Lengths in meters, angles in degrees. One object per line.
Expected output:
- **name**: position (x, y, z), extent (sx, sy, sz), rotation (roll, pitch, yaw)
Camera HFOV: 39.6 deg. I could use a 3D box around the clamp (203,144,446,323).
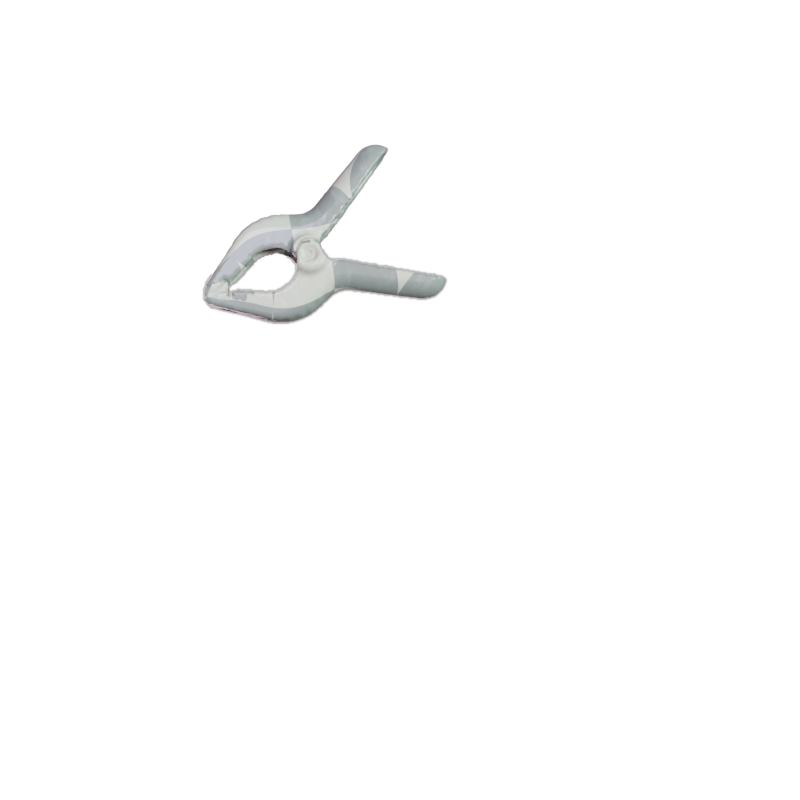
- **clamp**: position (-0.063, -0.115, 0.804), extent (0.171, 0.126, 0.038), rotation (-14, -17, -5)
